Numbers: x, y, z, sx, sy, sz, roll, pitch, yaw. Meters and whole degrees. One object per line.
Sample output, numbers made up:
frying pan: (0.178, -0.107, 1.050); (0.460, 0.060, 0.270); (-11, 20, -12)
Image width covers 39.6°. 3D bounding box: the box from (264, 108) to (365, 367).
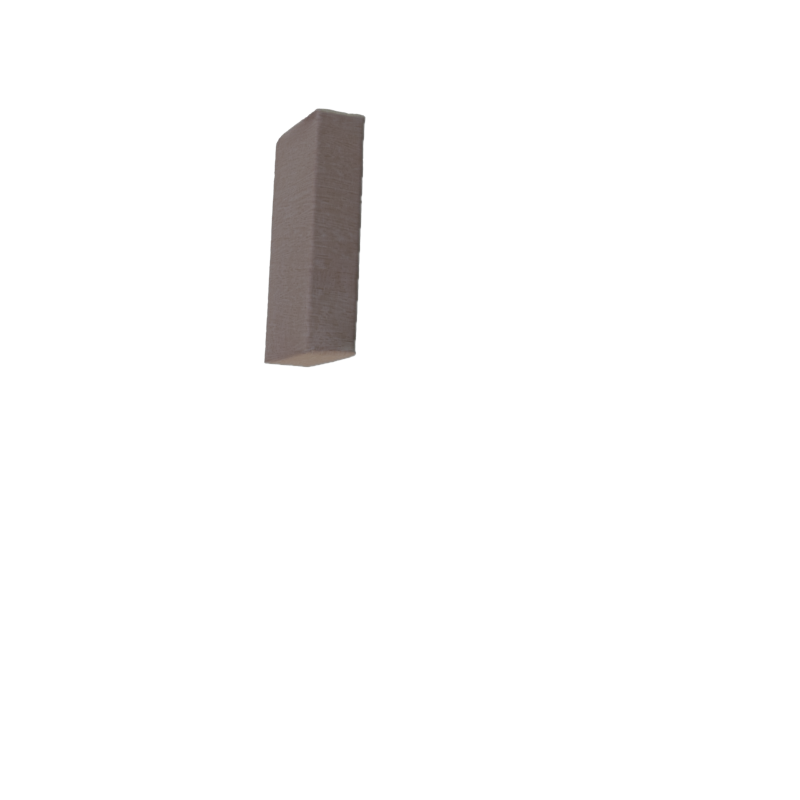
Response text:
box: (-0.064, -0.116, 0.814); (0.046, 0.181, 0.094); (4, -11, -24)
